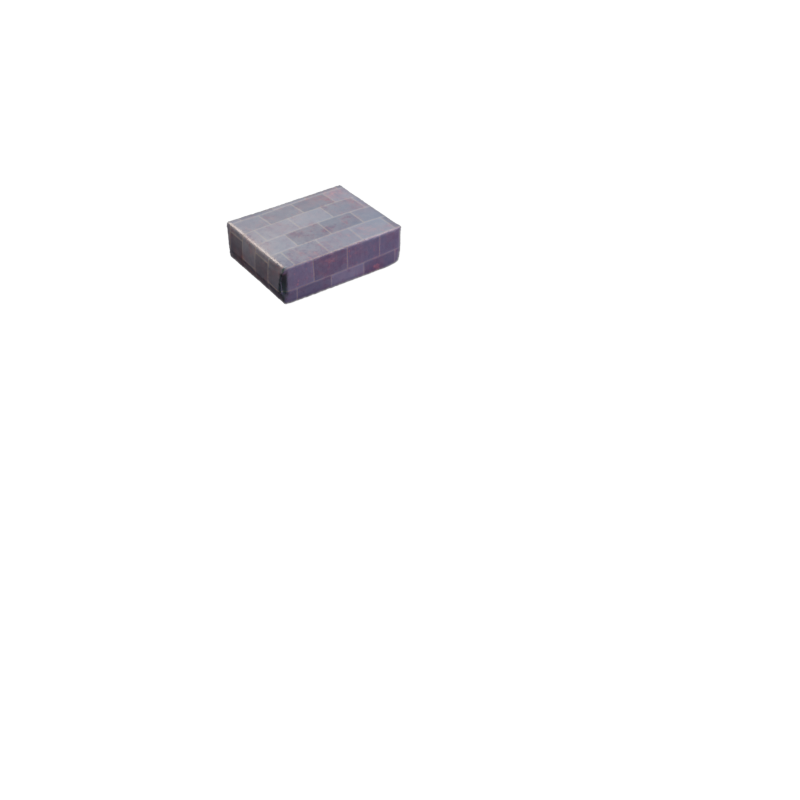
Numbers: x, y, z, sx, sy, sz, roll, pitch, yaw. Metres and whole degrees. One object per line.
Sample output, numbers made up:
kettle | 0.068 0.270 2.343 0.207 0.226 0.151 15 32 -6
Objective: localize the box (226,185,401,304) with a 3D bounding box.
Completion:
box | -0.070 -0.127 0.891 0.112 0.036 0.097 -22 41 -28
